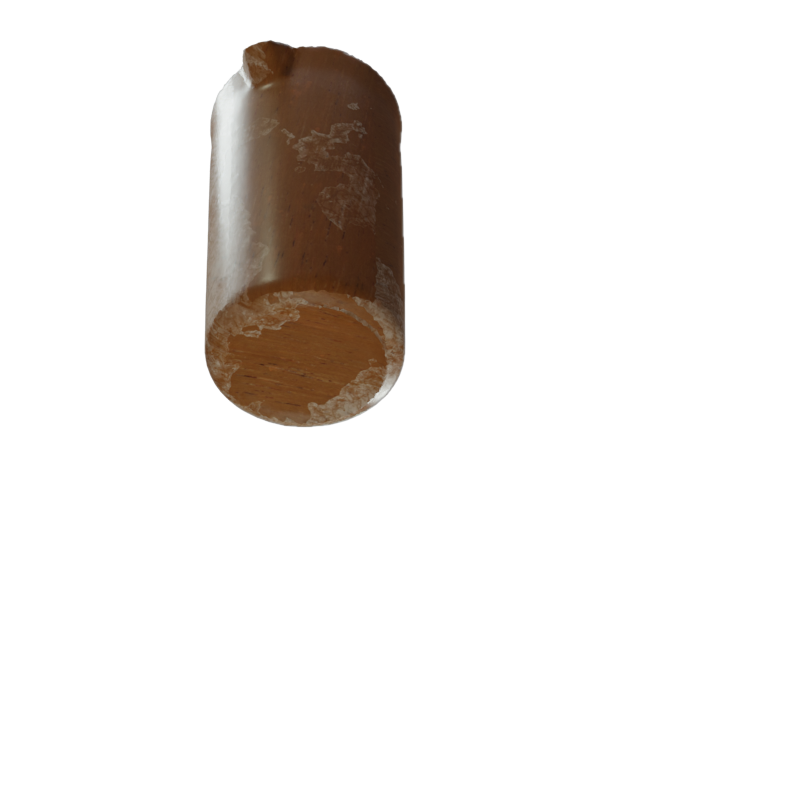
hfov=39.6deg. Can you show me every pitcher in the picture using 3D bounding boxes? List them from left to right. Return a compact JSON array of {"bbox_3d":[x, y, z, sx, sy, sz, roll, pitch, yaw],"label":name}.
[{"bbox_3d":[-0.054,-0.098,0.687,0.144,0.139,0.261,18,39,-18],"label":"pitcher"}]
